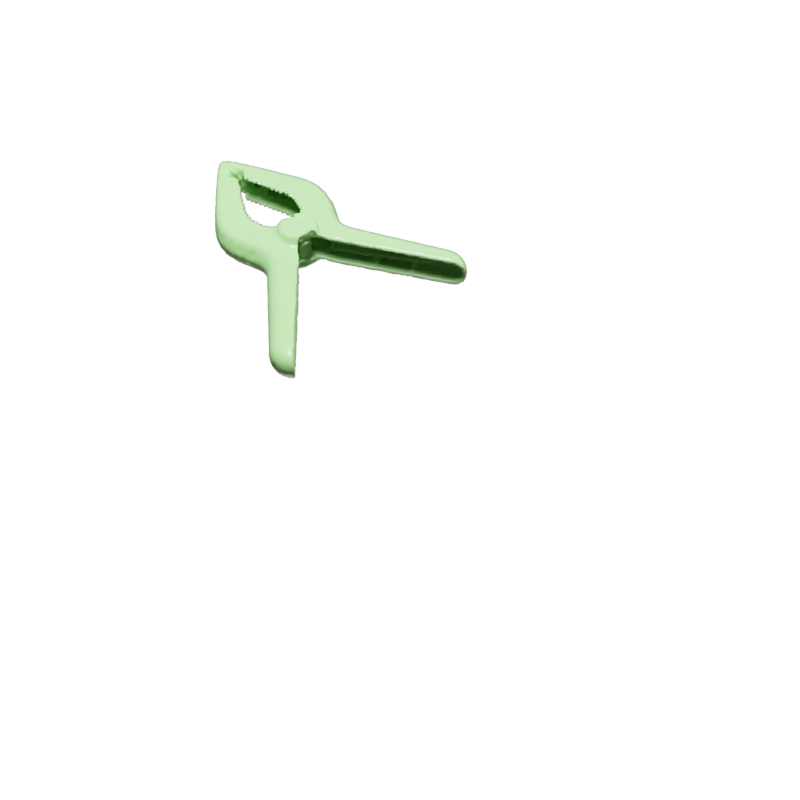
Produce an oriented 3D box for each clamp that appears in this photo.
[{"bbox_3d":[-0.065,-0.118,0.826,0.163,0.034,0.227,-23,51,-21],"label":"clamp"}]
